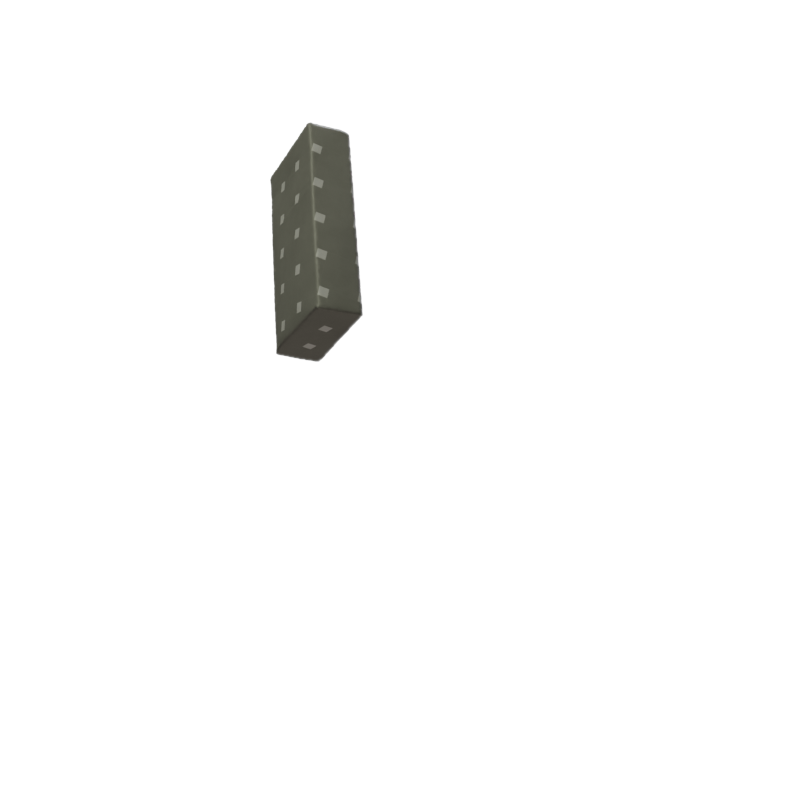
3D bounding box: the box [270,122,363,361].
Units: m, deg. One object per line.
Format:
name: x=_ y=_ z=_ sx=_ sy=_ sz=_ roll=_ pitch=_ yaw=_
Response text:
box: x=-0.072 y=-0.131 z=0.918 sx=0.046 sy=0.187 sz=0.091 roll=12 pitch=-31 yaw=-24
